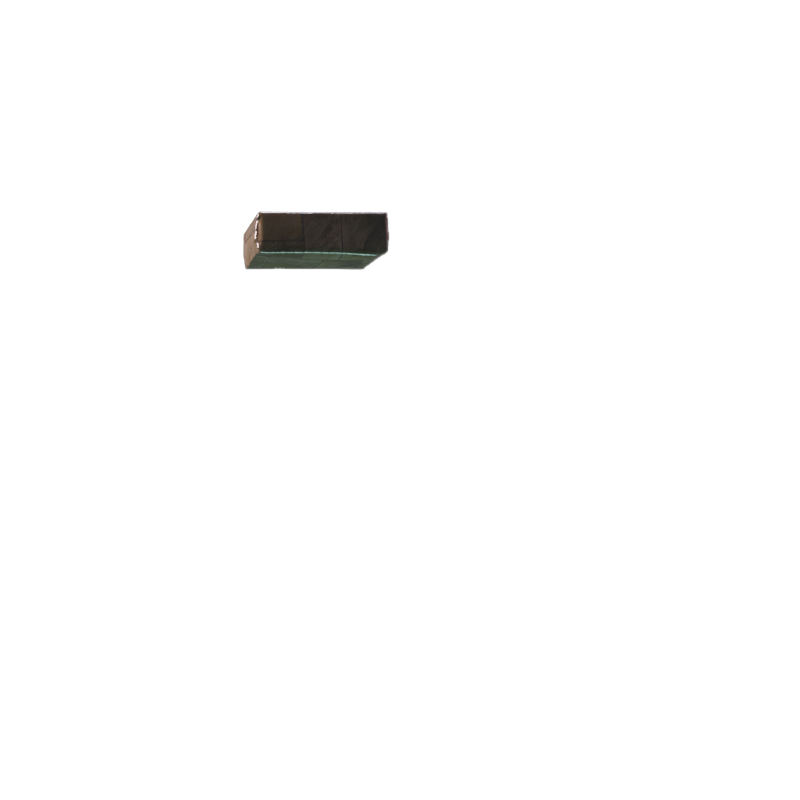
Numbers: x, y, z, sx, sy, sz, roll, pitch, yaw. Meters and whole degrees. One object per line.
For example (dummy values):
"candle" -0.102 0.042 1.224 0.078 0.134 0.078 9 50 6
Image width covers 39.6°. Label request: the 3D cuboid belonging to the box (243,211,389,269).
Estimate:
"box" -0.075 -0.136 0.952 0.112 0.040 0.090 1 -3 -13
